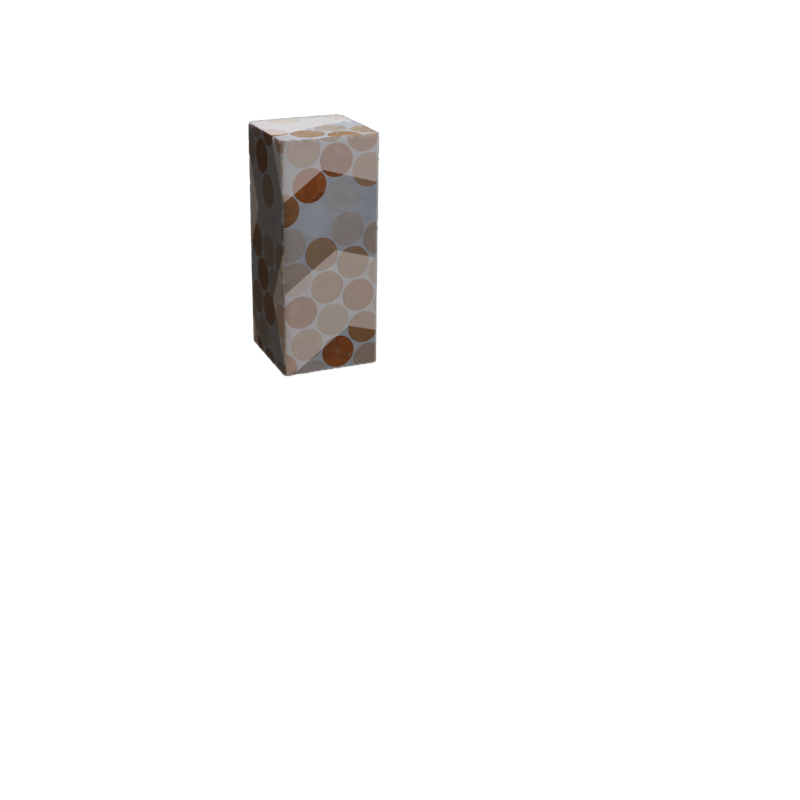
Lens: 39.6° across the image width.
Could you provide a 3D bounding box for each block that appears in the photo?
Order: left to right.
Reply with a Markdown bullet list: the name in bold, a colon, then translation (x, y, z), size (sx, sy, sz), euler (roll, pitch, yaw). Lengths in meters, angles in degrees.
- **block**: translation (-0.077, -0.139, 0.971), size (0.088, 0.197, 0.097), euler (-7, 22, -23)
